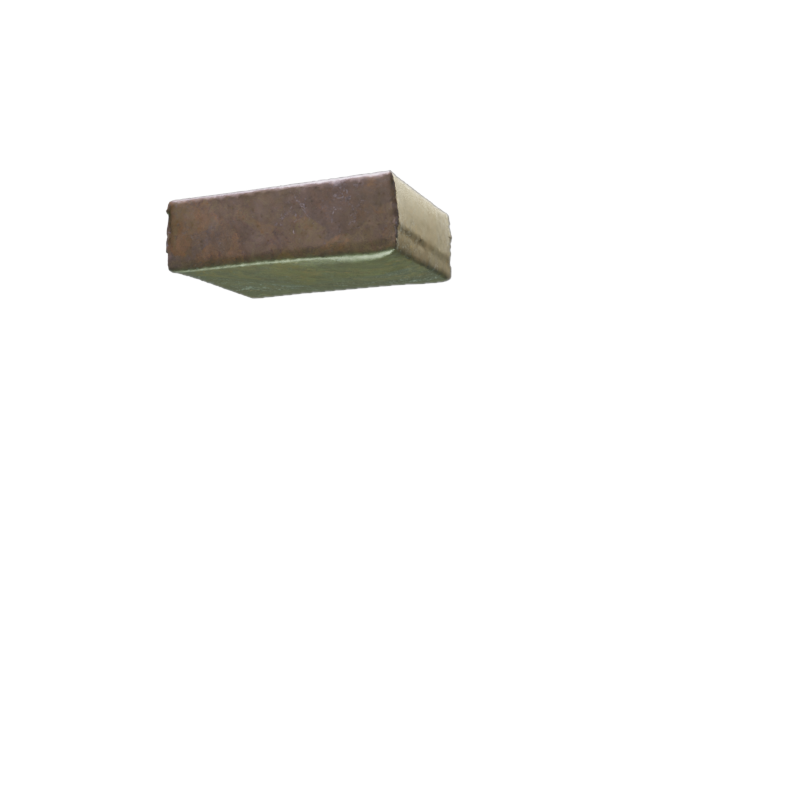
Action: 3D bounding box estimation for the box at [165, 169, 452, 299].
[{"bbox_3d":[-0.041,-0.075,0.527,0.116,0.040,0.086,-1,-4,21],"label":"box"}]
